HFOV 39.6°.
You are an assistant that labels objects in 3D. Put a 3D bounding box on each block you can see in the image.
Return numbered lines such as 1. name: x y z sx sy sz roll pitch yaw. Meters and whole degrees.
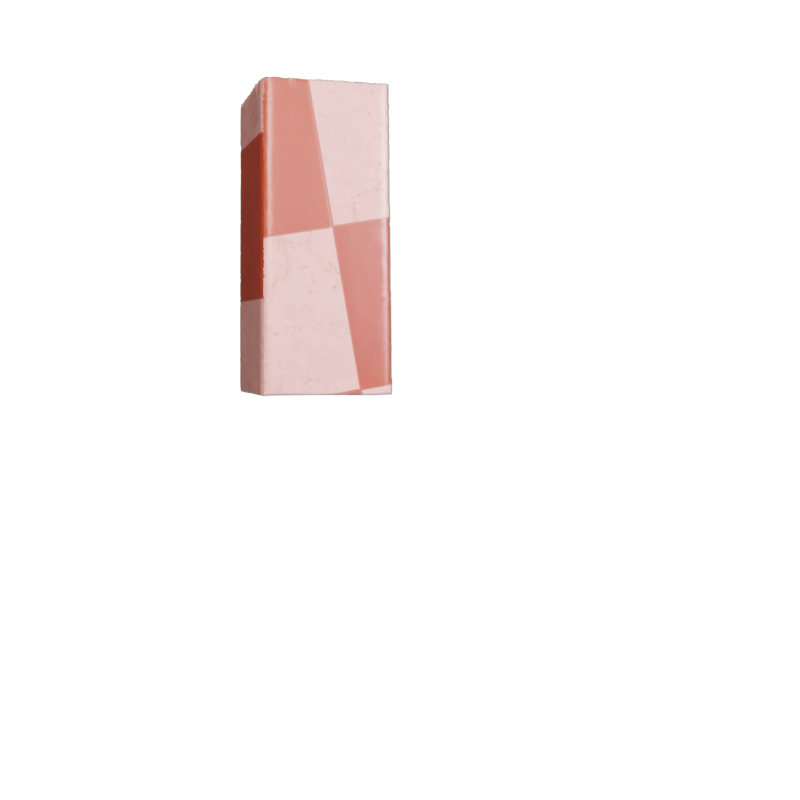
1. block: -0.060 -0.109 0.762 0.088 0.209 0.091 1 -5 -15
